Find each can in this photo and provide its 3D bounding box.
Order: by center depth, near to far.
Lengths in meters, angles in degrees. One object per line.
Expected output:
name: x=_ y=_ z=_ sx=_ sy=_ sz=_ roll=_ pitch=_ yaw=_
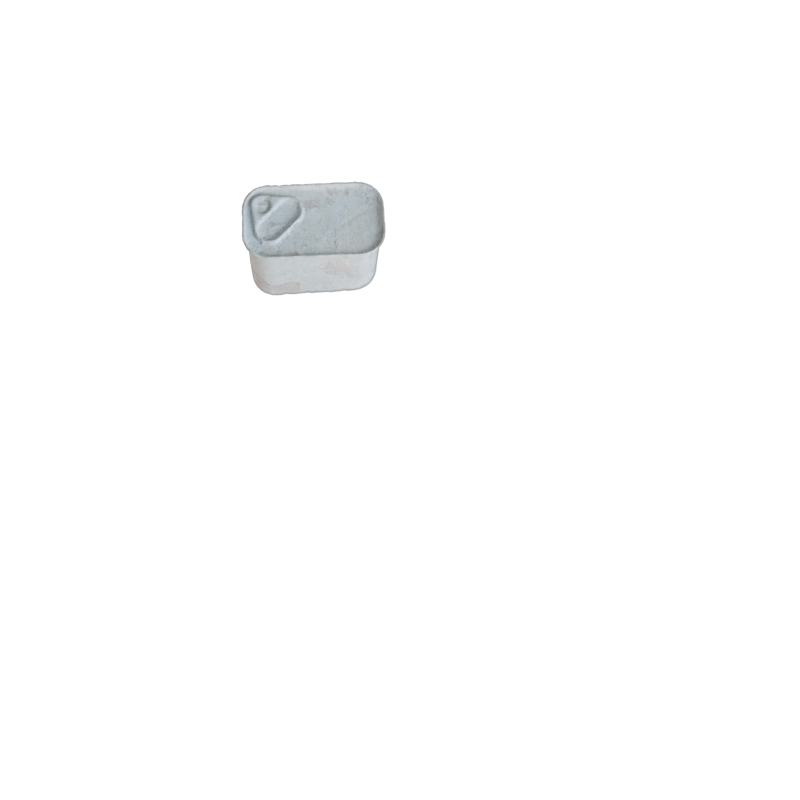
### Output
can: x=-0.065 y=-0.118 z=0.826 sx=0.102 sy=0.060 sz=0.080 roll=-3 pitch=-17 yaw=-3
